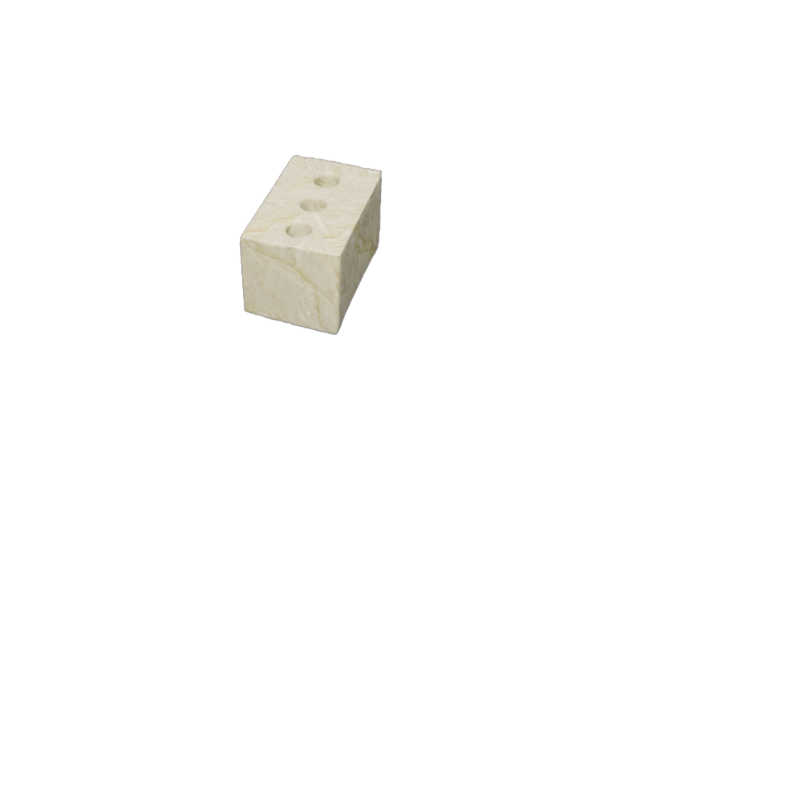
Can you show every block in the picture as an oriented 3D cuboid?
[{"bbox_3d":[-0.045,-0.082,0.576,0.054,0.048,0.082,12,44,10],"label":"block"}]
